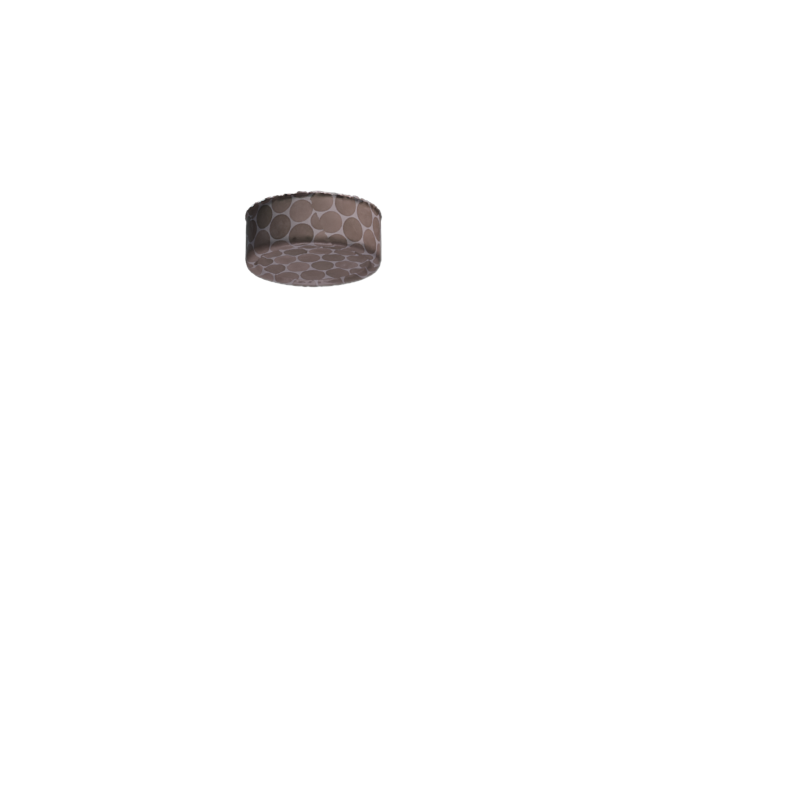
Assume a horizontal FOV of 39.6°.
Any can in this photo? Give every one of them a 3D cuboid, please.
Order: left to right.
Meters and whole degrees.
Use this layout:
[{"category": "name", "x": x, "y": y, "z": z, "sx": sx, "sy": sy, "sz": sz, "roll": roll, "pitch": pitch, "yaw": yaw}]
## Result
[{"category": "can", "x": -0.054, "y": -0.098, "z": 0.689, "sx": 0.086, "sy": 0.035, "sz": 0.083, "roll": 0, "pitch": -14, "yaw": -2}]
